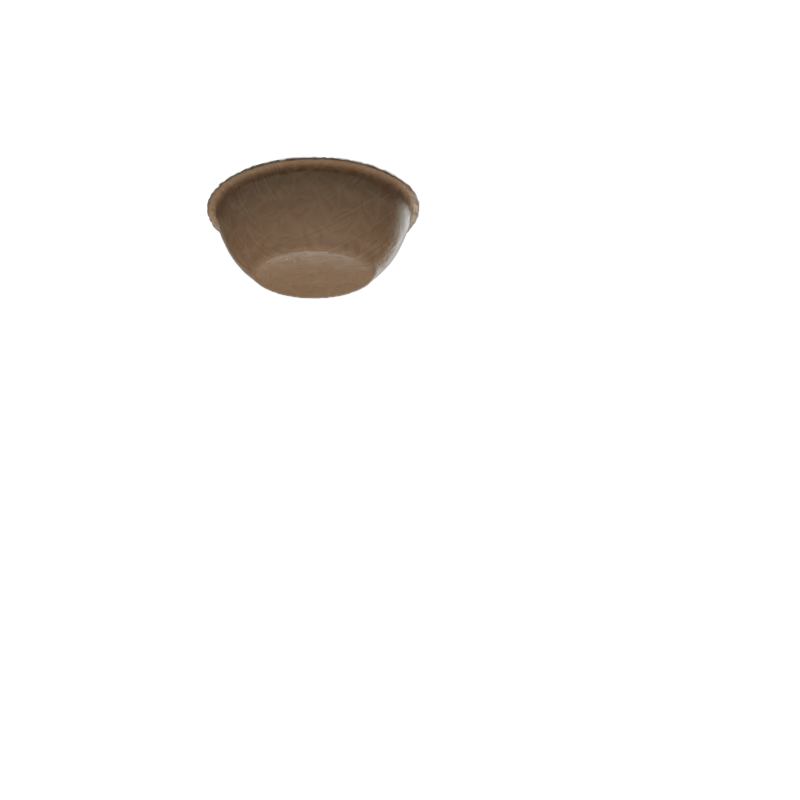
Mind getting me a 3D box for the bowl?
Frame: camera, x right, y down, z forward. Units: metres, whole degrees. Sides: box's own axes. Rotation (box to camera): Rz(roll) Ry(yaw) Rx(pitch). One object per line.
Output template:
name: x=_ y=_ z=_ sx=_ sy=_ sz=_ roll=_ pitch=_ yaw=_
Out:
bowl: x=-0.065 y=-0.119 z=0.832 sx=0.162 sy=0.058 sz=0.154 roll=1 pitch=-20 yaw=-2
